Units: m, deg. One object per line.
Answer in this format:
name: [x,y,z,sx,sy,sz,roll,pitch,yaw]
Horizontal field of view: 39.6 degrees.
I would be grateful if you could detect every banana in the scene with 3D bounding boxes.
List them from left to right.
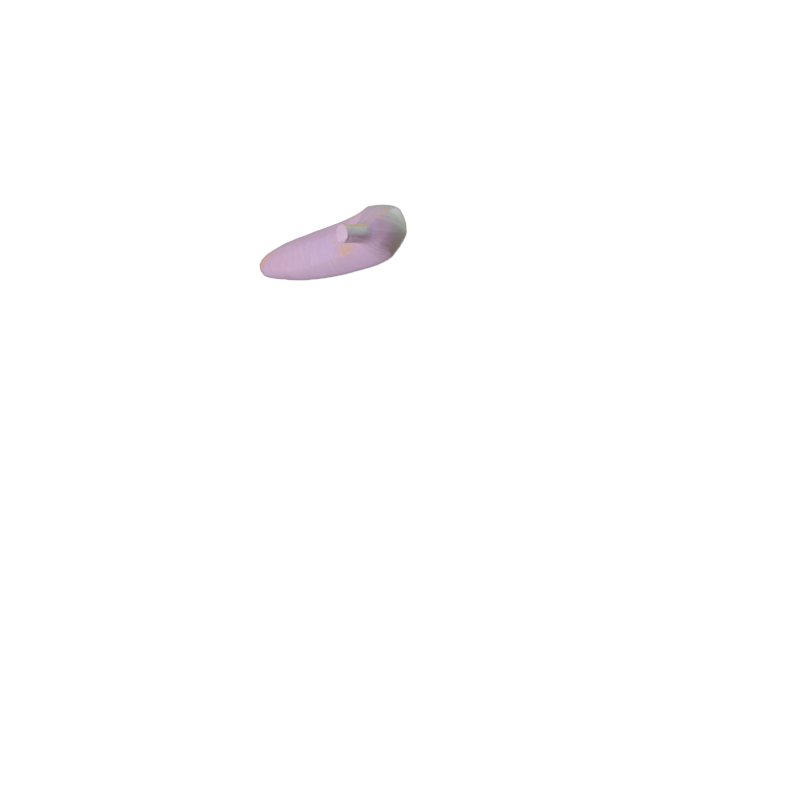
banana: [-0.042,-0.111,0.780,0.068,0.037,0.200,1,-3,-21]
